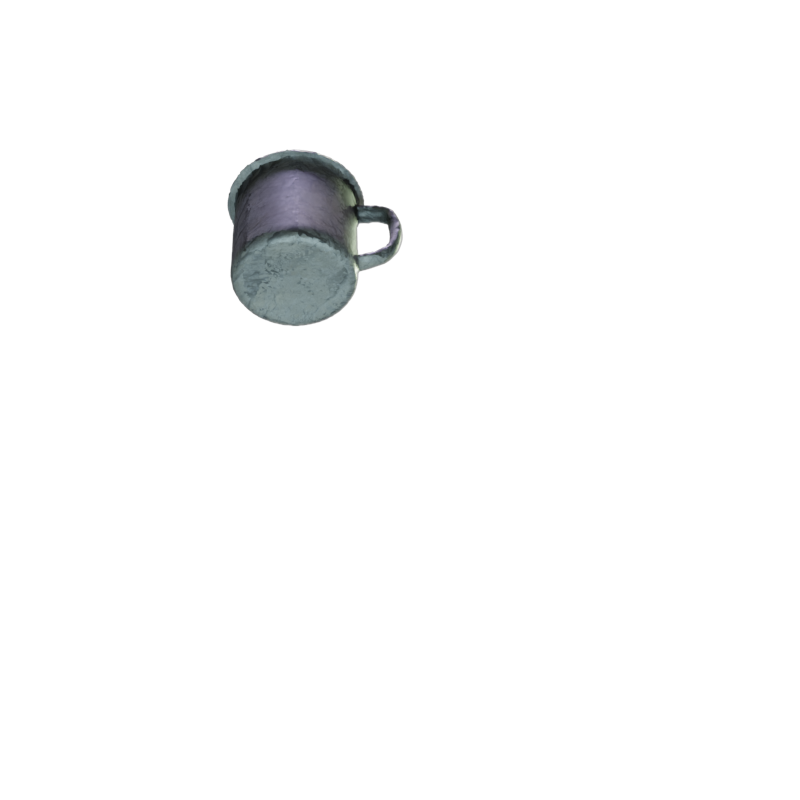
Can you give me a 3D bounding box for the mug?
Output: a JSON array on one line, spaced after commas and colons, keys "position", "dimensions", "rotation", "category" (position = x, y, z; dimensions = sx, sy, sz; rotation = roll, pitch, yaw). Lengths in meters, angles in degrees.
[{"position": [-0.057, -0.104, 0.727], "dimensions": [0.117, 0.087, 0.087], "rotation": [-2, 44, 0], "category": "mug"}]
